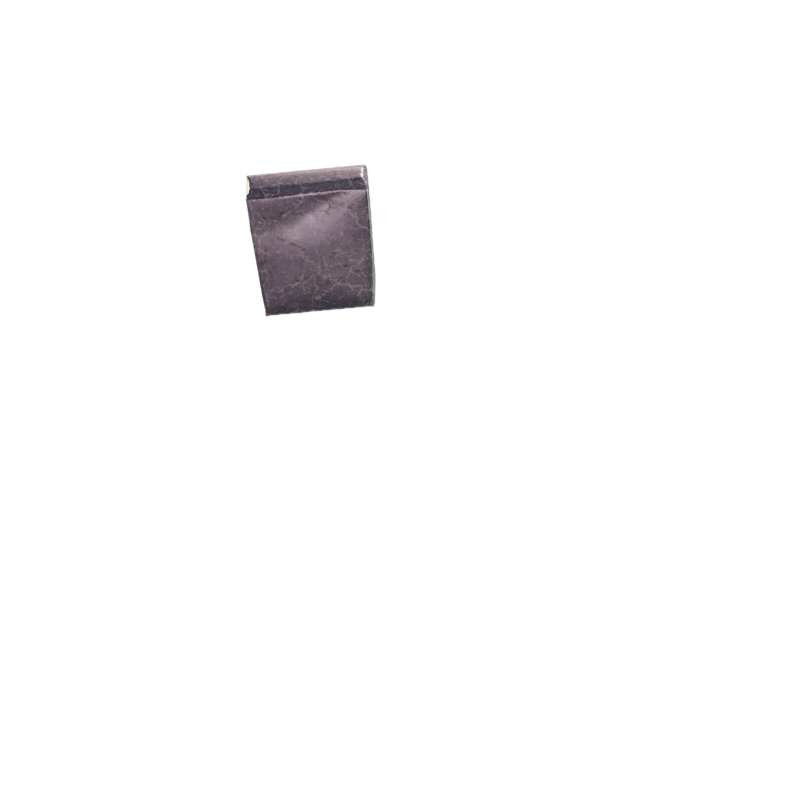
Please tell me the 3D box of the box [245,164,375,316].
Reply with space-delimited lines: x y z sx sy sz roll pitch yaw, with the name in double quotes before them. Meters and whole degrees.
"box" -0.065 -0.119 0.835 0.090 0.106 0.042 -4 36 2
